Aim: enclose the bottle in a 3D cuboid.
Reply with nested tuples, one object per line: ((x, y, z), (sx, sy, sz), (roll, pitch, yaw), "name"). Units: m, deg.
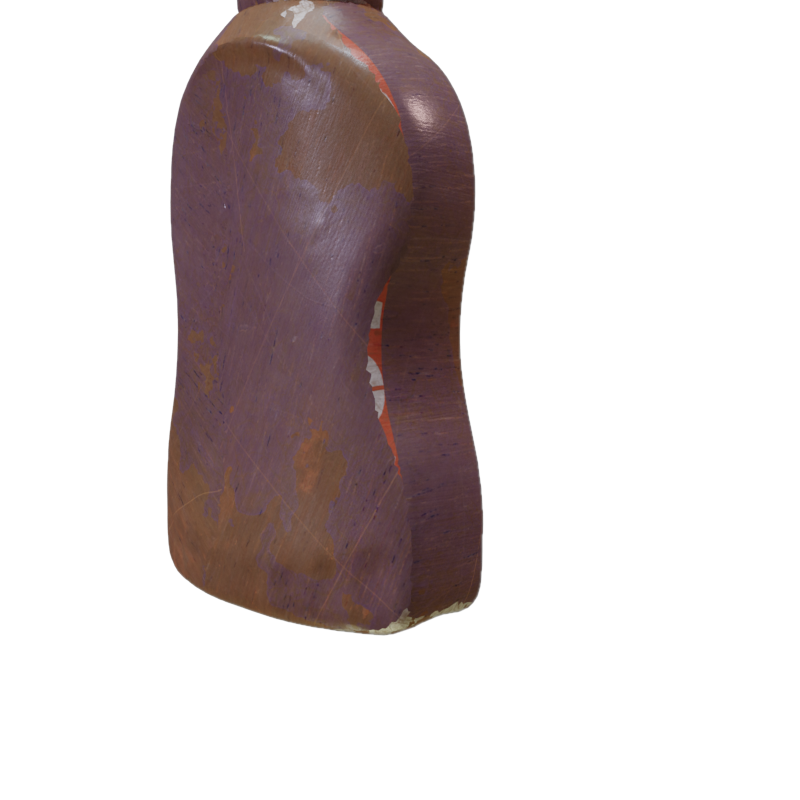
((-0.024, -0.043, 0.304), (0.056, 0.192, 0.100), (0, 1, -45), "bottle")
